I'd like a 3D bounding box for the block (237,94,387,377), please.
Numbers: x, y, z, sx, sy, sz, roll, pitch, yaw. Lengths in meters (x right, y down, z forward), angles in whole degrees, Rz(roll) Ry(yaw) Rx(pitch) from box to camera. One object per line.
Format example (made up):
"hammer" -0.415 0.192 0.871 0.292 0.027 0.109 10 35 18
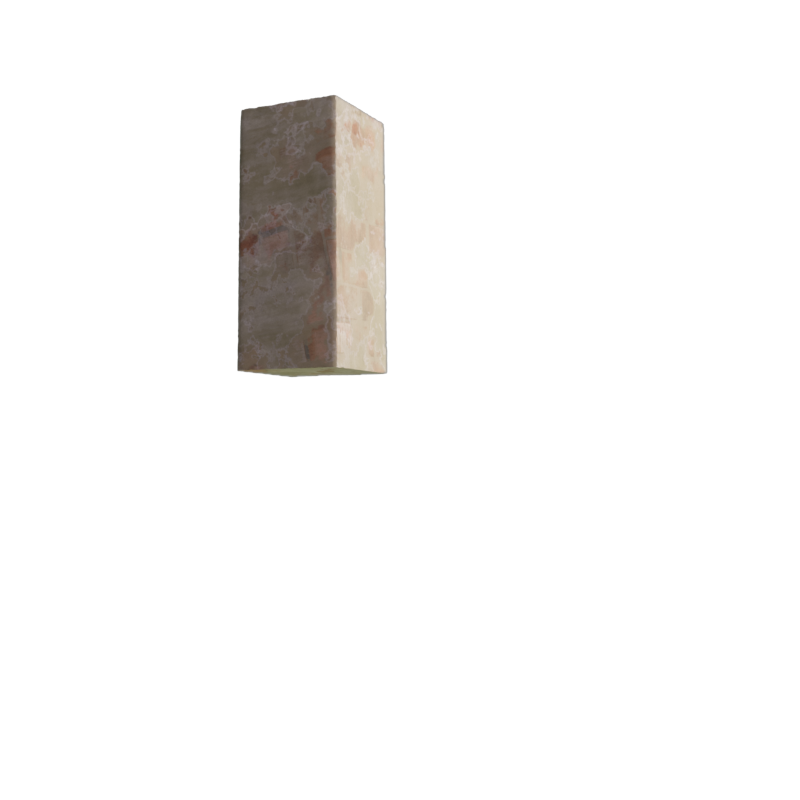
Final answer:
"block" -0.069 -0.125 0.878 0.092 0.211 0.086 -5 -10 26
